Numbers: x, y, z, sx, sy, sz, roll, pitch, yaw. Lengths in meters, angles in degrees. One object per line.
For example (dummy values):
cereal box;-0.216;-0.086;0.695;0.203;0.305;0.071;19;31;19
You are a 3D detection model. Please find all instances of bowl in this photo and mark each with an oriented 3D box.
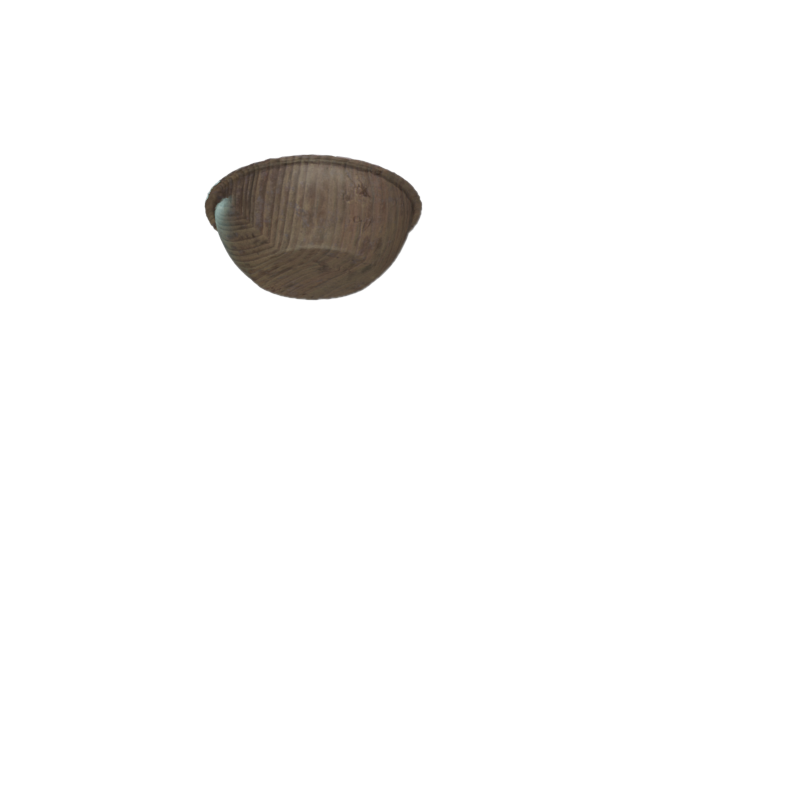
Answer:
bowl;-0.064;-0.116;0.811;0.162;0.058;0.154;1;-21;-2
